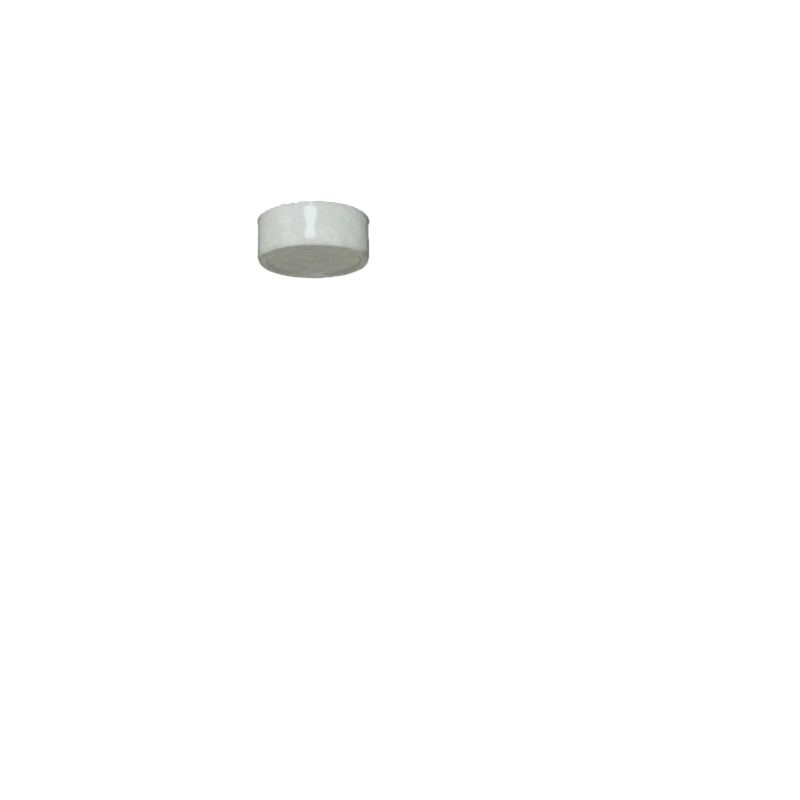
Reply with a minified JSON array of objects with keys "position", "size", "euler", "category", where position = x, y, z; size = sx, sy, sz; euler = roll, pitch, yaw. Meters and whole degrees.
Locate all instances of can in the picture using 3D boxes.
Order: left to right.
[{"position":[-0.066,-0.120,0.841],"size":[0.086,0.035,0.083],"euler":[0,-13,-2],"category":"can"}]
